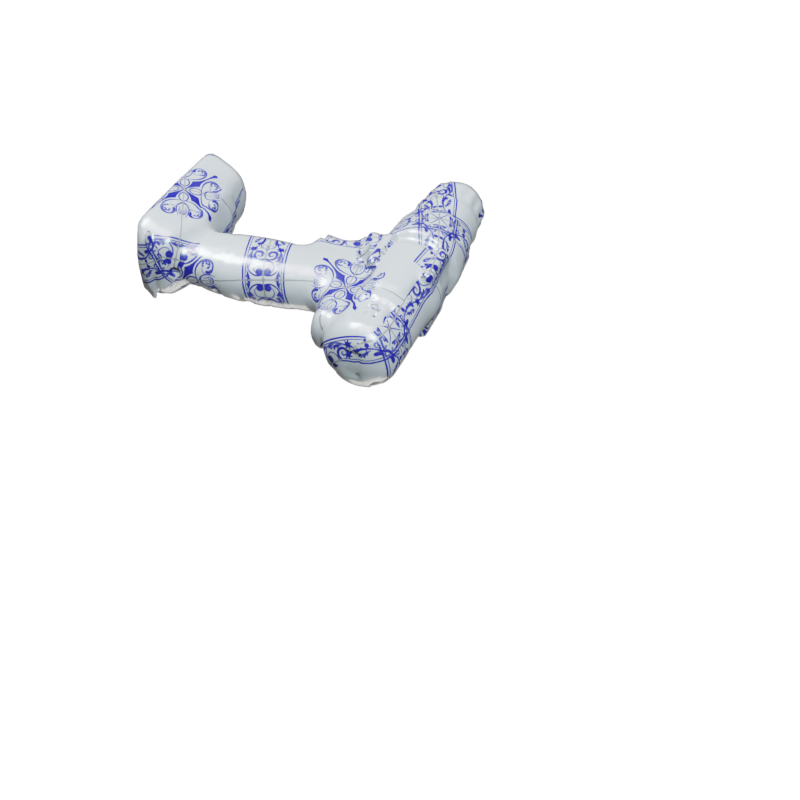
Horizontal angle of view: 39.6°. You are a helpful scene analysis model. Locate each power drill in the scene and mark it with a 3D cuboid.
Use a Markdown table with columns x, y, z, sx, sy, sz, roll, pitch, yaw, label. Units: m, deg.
| x | y | z | sx | sy | sz | roll | pitch | yaw | label |
| --- | --- | --- | --- | --- | --- | --- | --- | --- | --- |
| -0.054 | -0.099 | 0.695 | 0.194 | 0.054 | 0.191 | 16 | 42 | 18 | power drill |
